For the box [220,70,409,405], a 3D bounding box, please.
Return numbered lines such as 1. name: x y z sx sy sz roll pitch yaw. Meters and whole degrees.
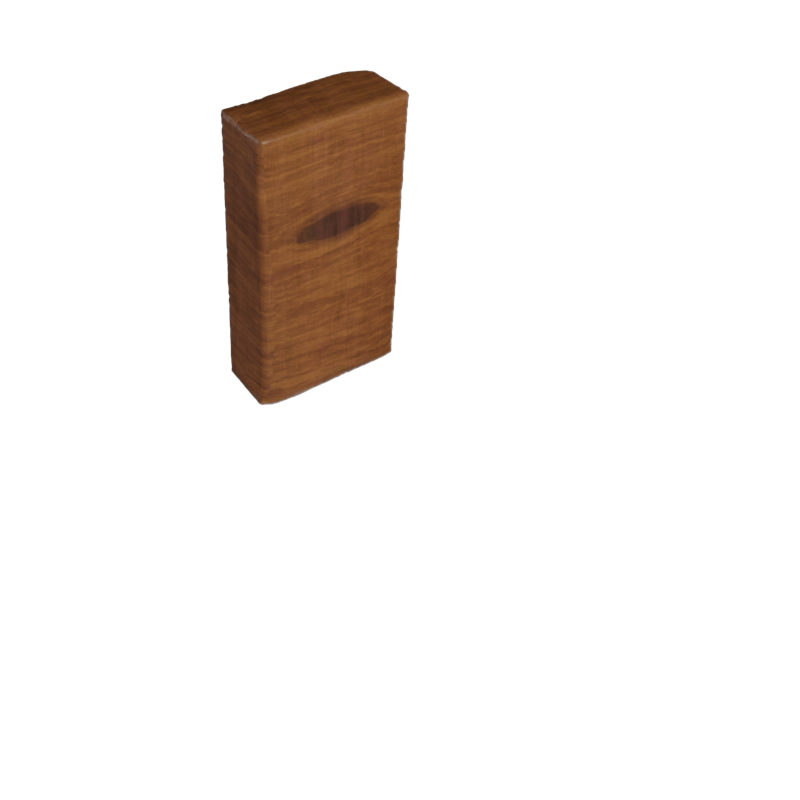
1. box: -0.047 -0.087 0.606 0.092 0.165 0.052 -23 43 -30
